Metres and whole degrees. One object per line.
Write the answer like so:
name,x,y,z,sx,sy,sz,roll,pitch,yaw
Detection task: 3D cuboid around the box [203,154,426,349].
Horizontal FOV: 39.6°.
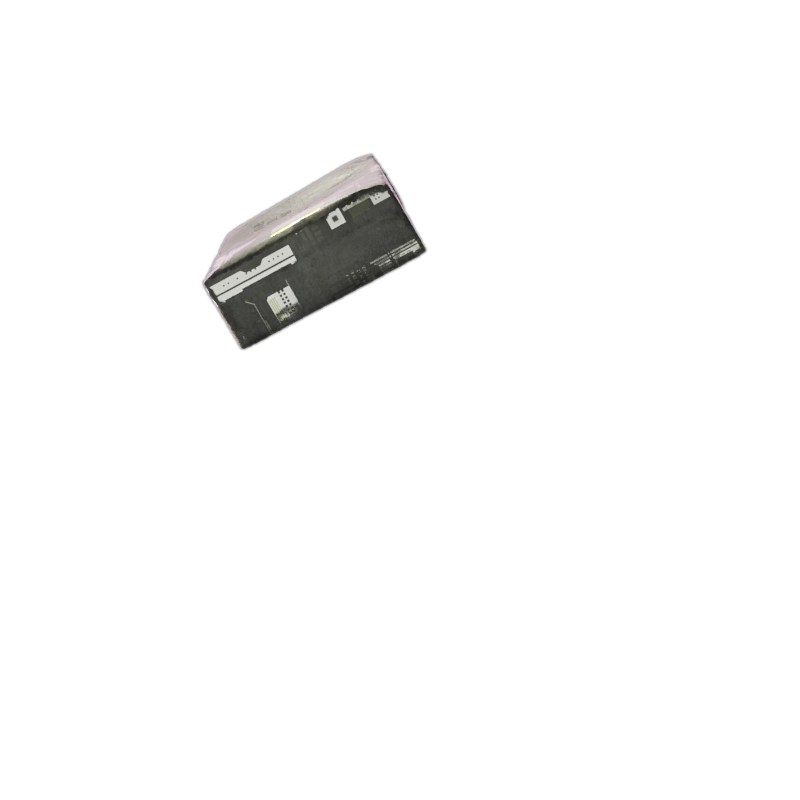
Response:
box,-0.074,-0.135,0.944,0.164,0.069,0.222,-28,17,5
